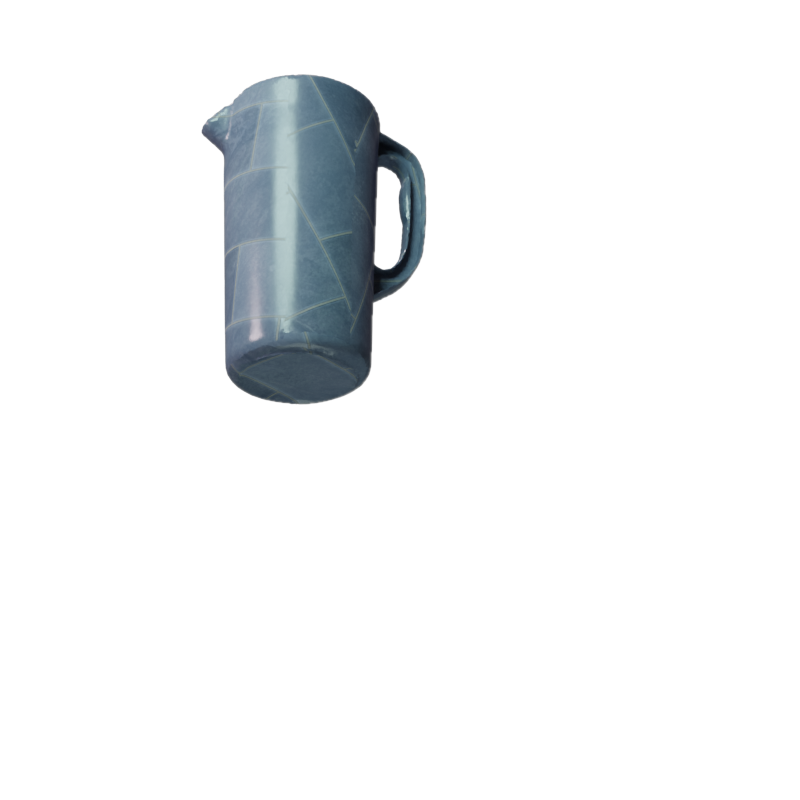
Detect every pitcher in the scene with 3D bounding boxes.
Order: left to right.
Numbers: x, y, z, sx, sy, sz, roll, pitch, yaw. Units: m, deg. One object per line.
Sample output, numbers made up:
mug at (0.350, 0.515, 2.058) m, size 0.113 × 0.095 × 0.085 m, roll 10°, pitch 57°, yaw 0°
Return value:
pitcher at (-0.069, -0.125, 0.876) m, size 0.151 × 0.259 × 0.134 m, roll -15°, pitch -32°, yaw 22°
